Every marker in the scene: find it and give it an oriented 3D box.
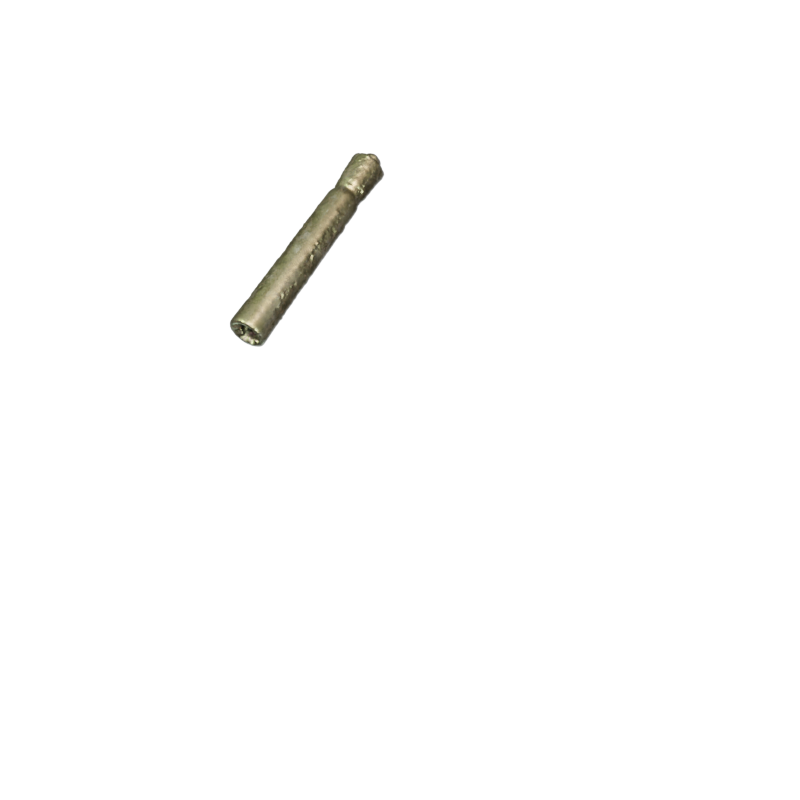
[{"bbox_3d":[-0.042,-0.077,0.538,0.021,0.125,0.018,2,-41,42],"label":"marker"}]
